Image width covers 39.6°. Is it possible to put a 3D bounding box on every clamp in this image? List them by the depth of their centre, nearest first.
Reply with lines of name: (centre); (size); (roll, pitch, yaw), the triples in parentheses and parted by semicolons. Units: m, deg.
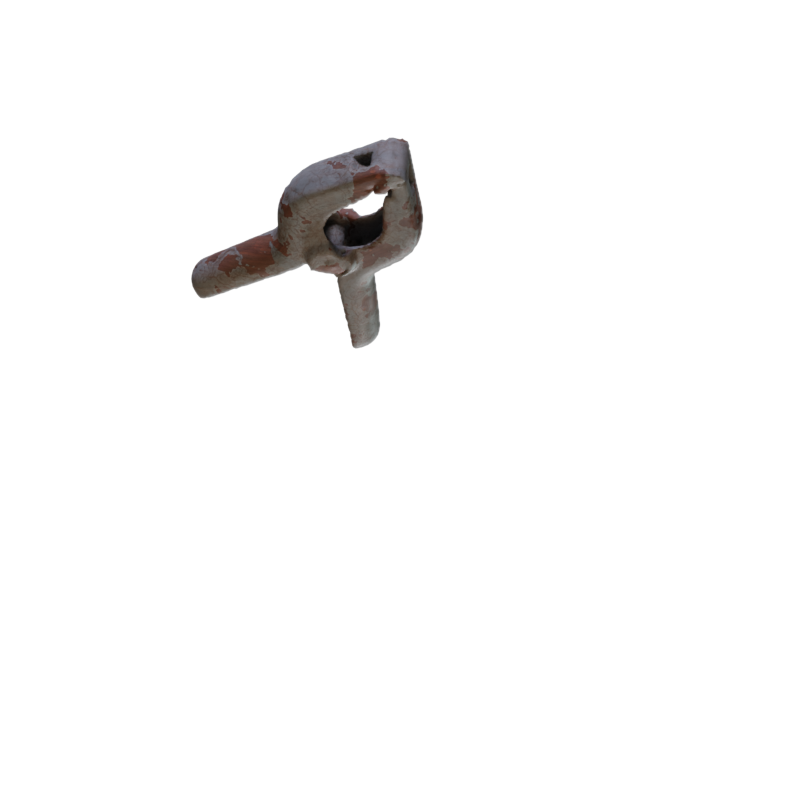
clamp: (-0.049, -0.089, 0.625); (0.117, 0.042, 0.164); (9, -35, -14)
